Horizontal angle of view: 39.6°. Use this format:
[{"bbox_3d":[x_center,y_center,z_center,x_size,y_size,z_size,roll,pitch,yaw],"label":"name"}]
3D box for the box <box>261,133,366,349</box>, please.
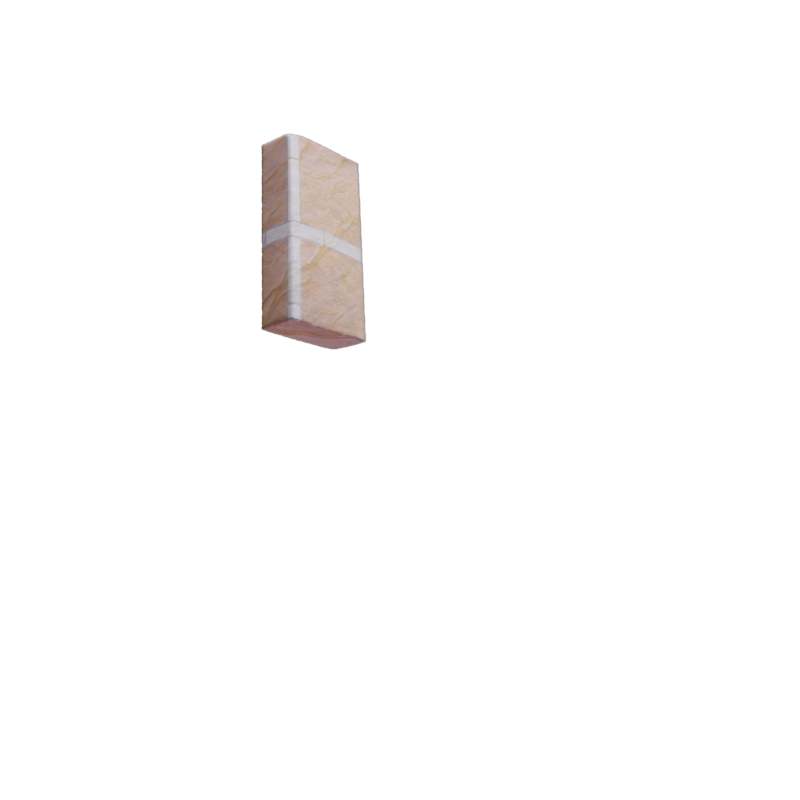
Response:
[{"bbox_3d":[-0.076,-0.139,0.973,0.049,0.185,0.088,-19,-26,39],"label":"box"}]
